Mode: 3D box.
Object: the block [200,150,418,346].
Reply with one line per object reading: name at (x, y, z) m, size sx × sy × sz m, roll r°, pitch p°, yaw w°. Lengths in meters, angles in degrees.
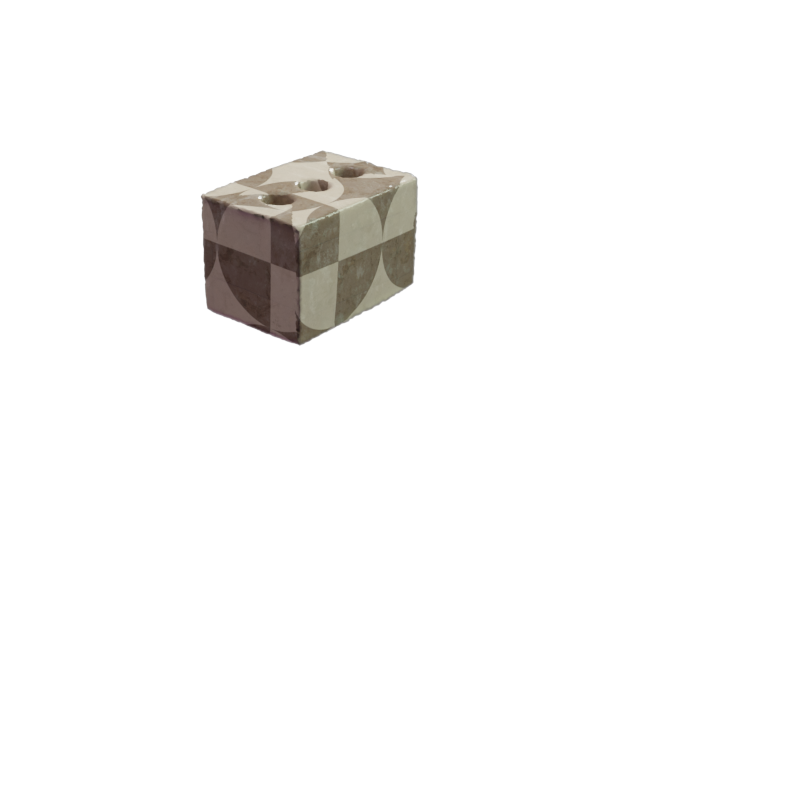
block at (-0.036, -0.065, 0.455) m, size 0.056 × 0.049 × 0.078 m, roll 19°, pitch 33°, yaw 32°
